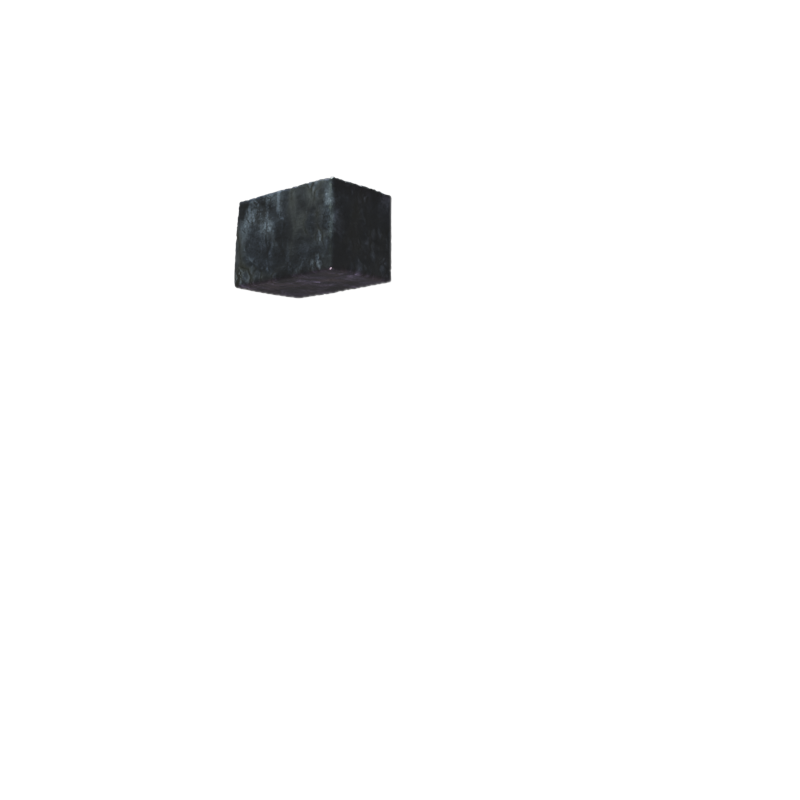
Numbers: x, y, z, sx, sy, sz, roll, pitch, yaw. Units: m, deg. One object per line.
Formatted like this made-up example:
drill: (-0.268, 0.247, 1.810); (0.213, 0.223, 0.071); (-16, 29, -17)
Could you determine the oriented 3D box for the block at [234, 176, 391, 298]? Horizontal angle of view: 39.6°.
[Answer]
block: (-0.050, -0.090, 0.634); (0.080, 0.053, 0.050); (-7, -12, 40)
